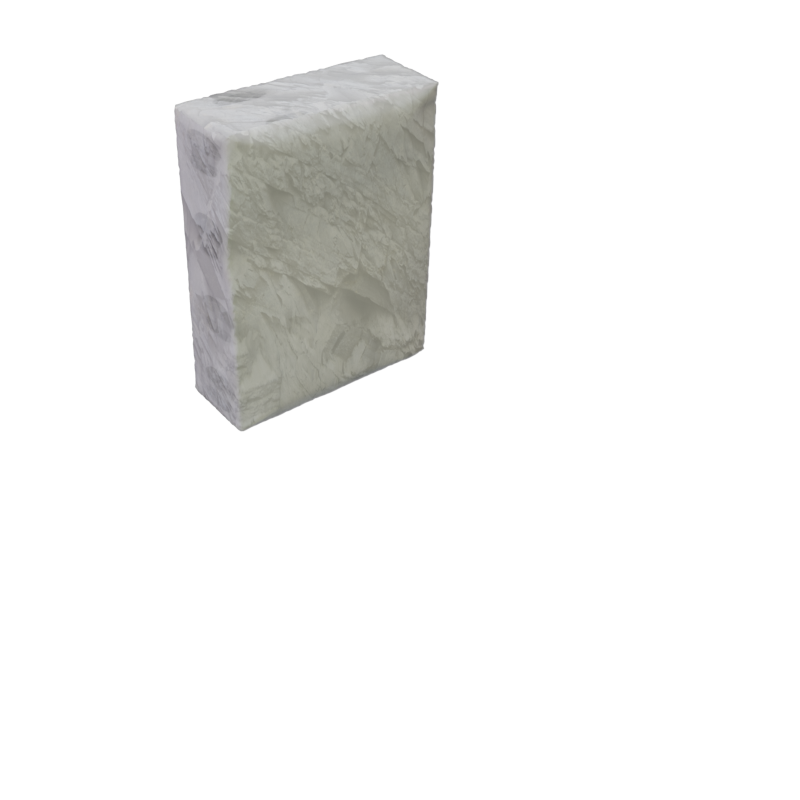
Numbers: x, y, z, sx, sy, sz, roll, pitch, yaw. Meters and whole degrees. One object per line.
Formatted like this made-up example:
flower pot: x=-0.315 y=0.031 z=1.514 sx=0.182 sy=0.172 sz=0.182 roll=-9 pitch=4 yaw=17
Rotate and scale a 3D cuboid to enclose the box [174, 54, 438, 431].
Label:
box: x=-0.058 y=-0.106 z=0.741 sx=0.162 sy=0.201 sz=0.077 roll=-22 pitch=39 yaw=-32
